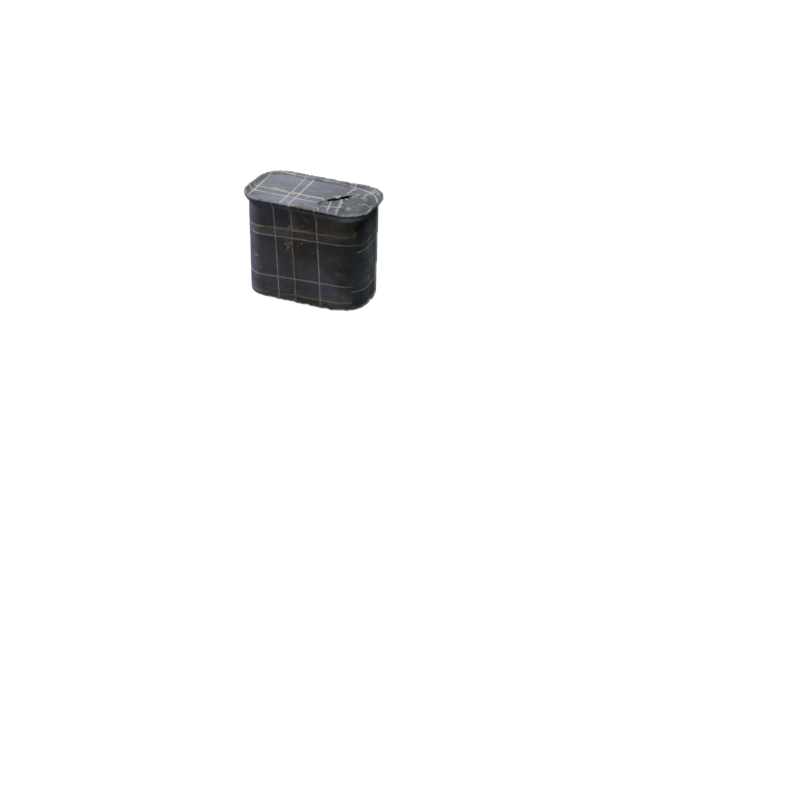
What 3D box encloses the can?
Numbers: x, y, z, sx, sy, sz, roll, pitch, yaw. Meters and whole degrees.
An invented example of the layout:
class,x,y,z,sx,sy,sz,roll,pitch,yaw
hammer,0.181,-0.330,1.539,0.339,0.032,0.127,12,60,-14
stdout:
class,x,y,z,sx,sy,sz,roll,pitch,yaw
can,-0.066,-0.120,0.842,0.106,0.079,0.059,14,32,20
